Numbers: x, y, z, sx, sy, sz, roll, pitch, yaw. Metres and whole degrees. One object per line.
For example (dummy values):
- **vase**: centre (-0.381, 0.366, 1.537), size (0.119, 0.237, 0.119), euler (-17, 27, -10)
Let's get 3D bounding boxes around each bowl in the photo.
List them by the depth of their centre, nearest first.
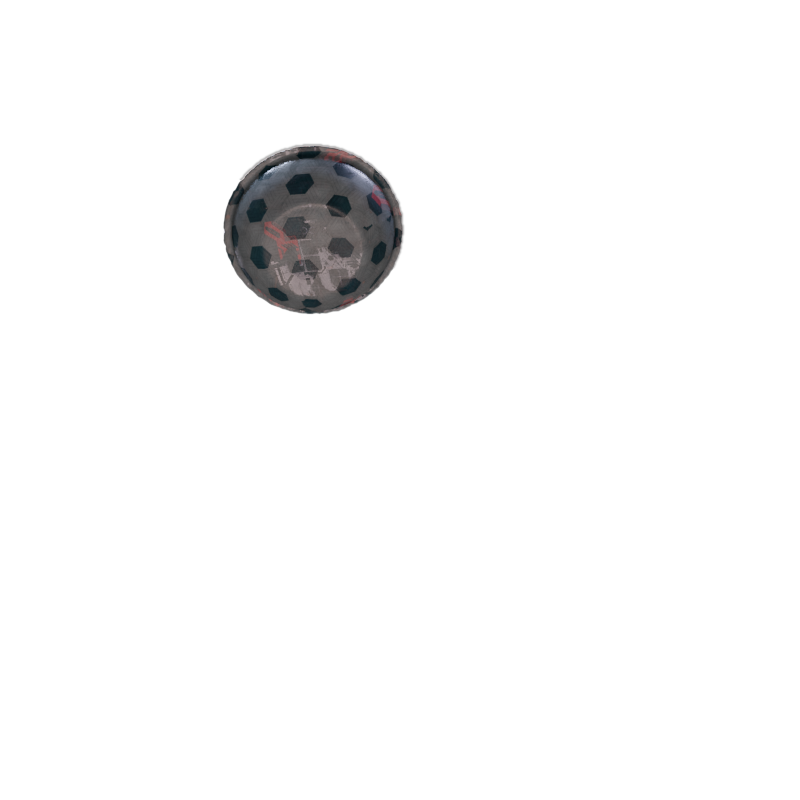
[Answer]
- **bowl**: centre (-0.076, -0.139, 0.973), size (0.162, 0.154, 0.058), euler (1, 22, -1)
